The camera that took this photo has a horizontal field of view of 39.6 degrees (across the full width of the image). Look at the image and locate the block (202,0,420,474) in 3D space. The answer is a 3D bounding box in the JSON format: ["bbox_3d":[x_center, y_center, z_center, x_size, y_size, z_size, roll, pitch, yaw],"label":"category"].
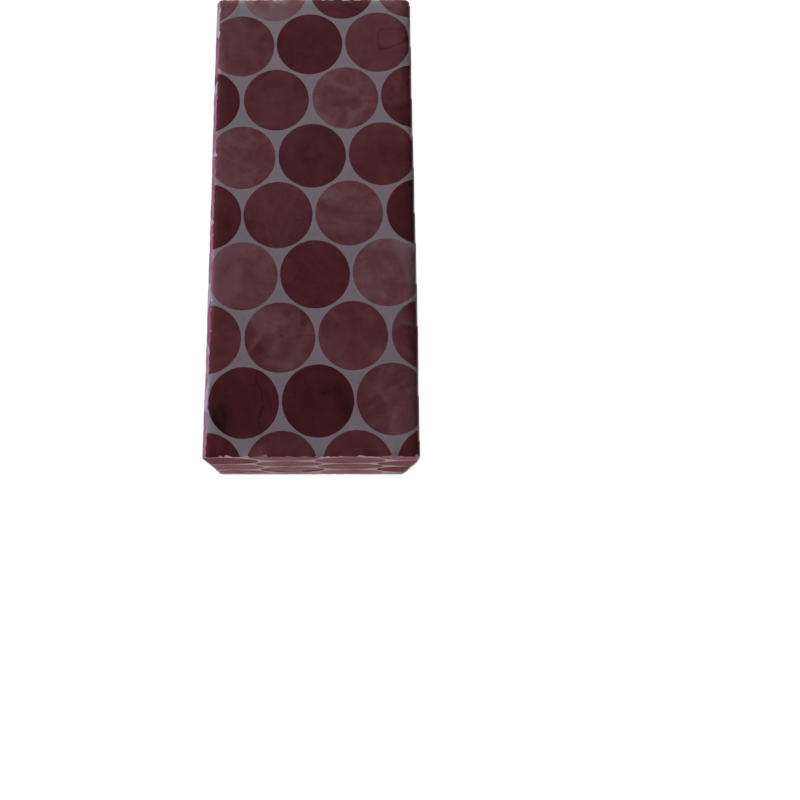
[{"bbox_3d":[-0.040,-0.074,0.517,0.091,0.214,0.087,-1,-15,-2],"label":"block"}]
